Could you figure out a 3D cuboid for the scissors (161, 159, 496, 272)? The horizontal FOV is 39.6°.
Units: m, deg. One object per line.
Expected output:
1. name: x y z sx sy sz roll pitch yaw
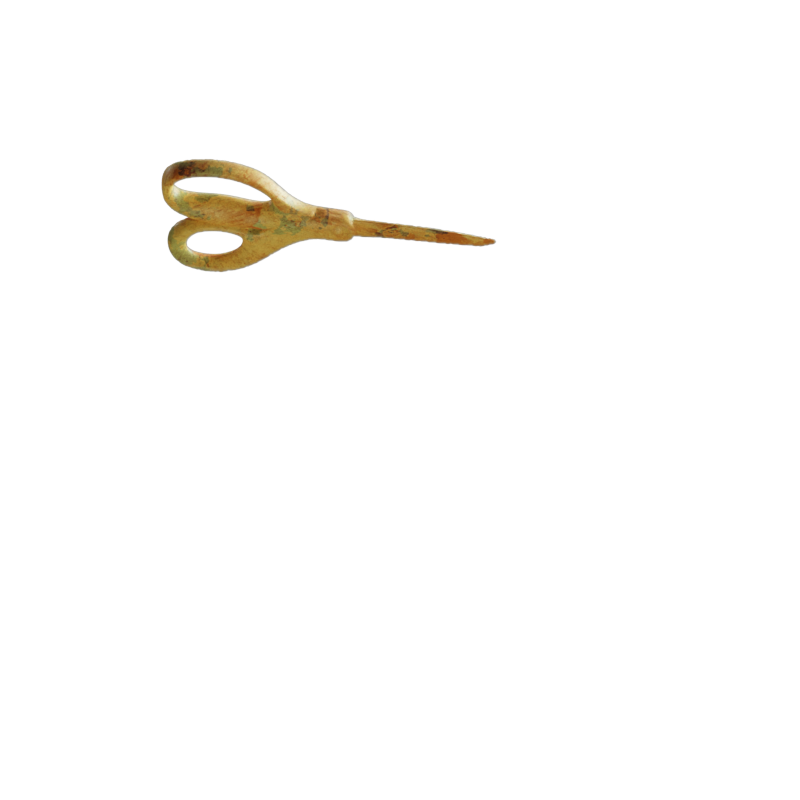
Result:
1. scissors: -0.053 -0.096 0.671 0.194 0.017 0.093 15 -38 -20
